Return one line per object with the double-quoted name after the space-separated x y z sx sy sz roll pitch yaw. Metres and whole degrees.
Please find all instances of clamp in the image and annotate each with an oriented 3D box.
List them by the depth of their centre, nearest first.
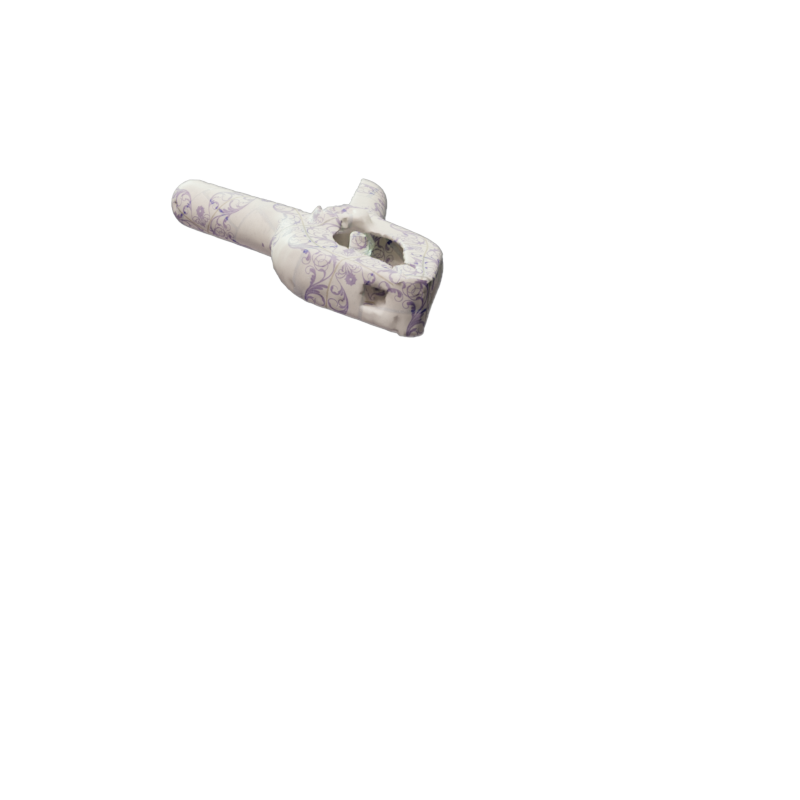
-0.042 -0.076 0.533 0.118 0.037 0.182 -7 25 -16 "clamp"
